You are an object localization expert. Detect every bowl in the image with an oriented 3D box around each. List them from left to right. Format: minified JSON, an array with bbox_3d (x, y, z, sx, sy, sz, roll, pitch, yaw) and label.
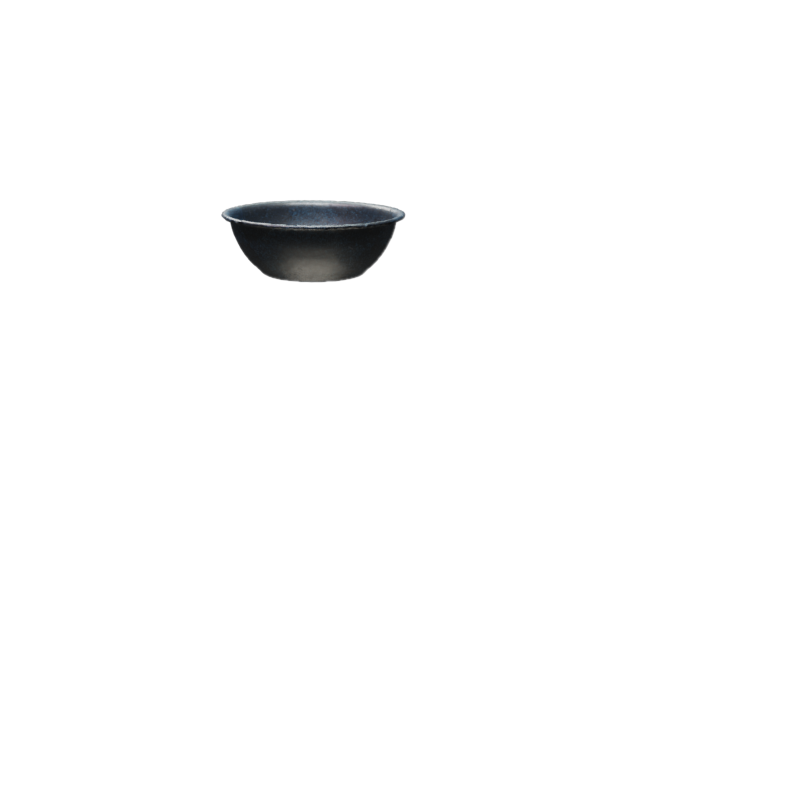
[{"bbox_3d":[-0.077,-0.140,0.979,0.162,0.053,0.168,-1,17,-2],"label":"bowl"}]
